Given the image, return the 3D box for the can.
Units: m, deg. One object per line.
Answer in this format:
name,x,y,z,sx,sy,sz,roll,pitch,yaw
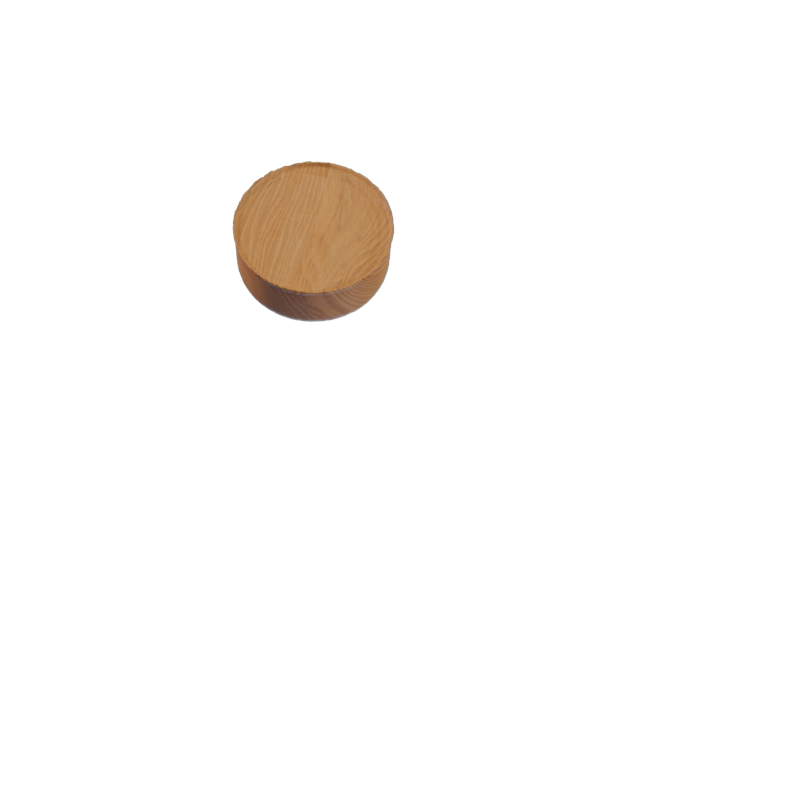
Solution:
can,-0.047,-0.086,0.601,0.086,0.092,0.031,-1,-32,-1
